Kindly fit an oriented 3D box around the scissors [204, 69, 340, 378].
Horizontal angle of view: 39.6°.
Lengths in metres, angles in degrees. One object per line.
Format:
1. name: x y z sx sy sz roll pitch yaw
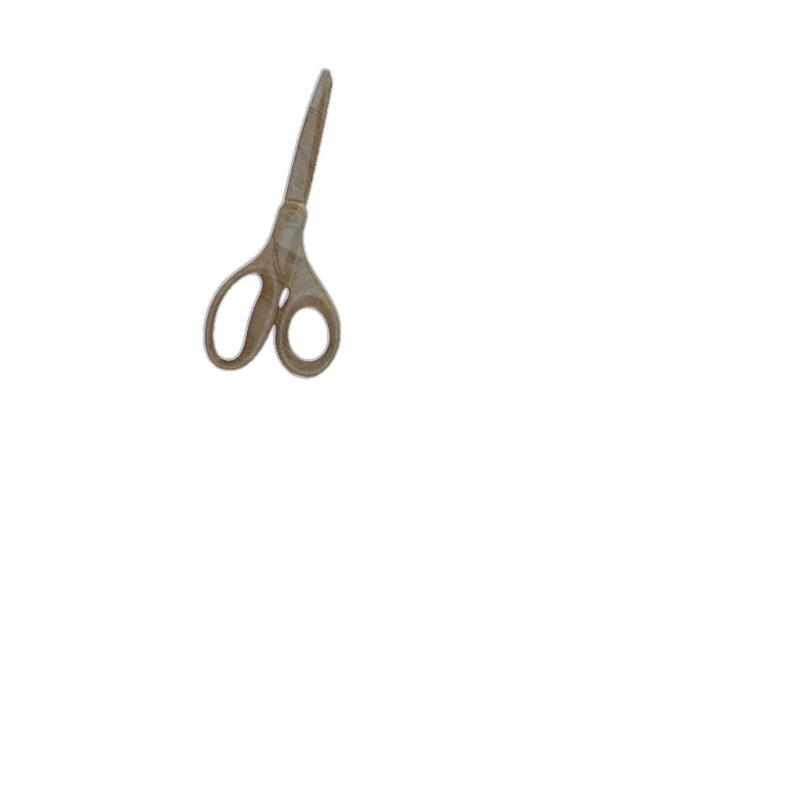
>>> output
1. scissors: -0.056 -0.102 0.713 0.096 0.201 0.016 29 1 -1
